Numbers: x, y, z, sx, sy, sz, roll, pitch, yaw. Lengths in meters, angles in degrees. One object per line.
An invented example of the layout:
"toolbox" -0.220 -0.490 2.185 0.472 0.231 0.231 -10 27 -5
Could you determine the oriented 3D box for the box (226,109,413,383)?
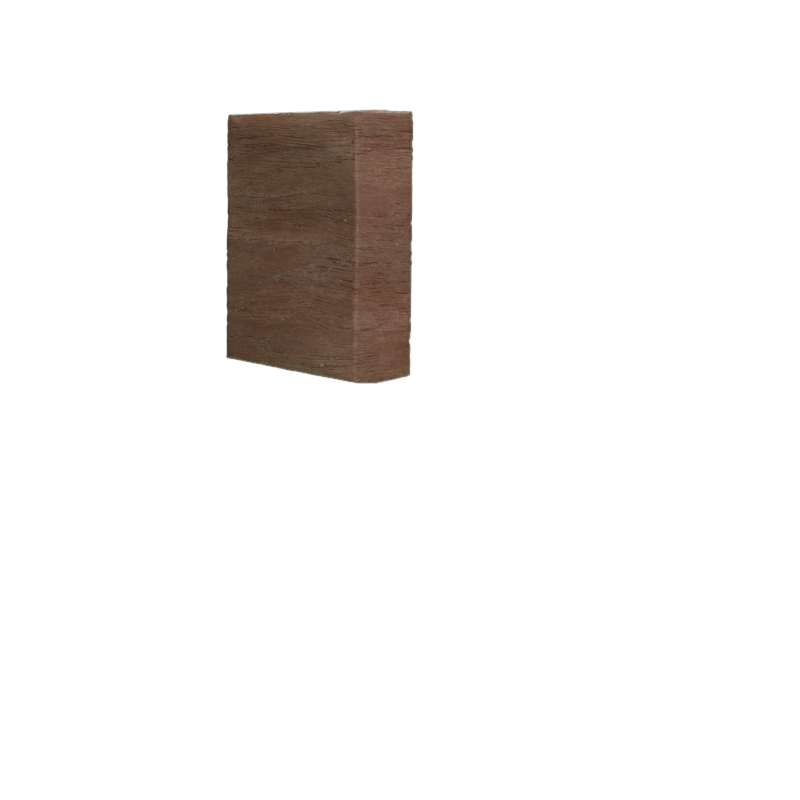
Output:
"box" -0.072 -0.131 0.915 0.069 0.211 0.172 -5 9 -44
